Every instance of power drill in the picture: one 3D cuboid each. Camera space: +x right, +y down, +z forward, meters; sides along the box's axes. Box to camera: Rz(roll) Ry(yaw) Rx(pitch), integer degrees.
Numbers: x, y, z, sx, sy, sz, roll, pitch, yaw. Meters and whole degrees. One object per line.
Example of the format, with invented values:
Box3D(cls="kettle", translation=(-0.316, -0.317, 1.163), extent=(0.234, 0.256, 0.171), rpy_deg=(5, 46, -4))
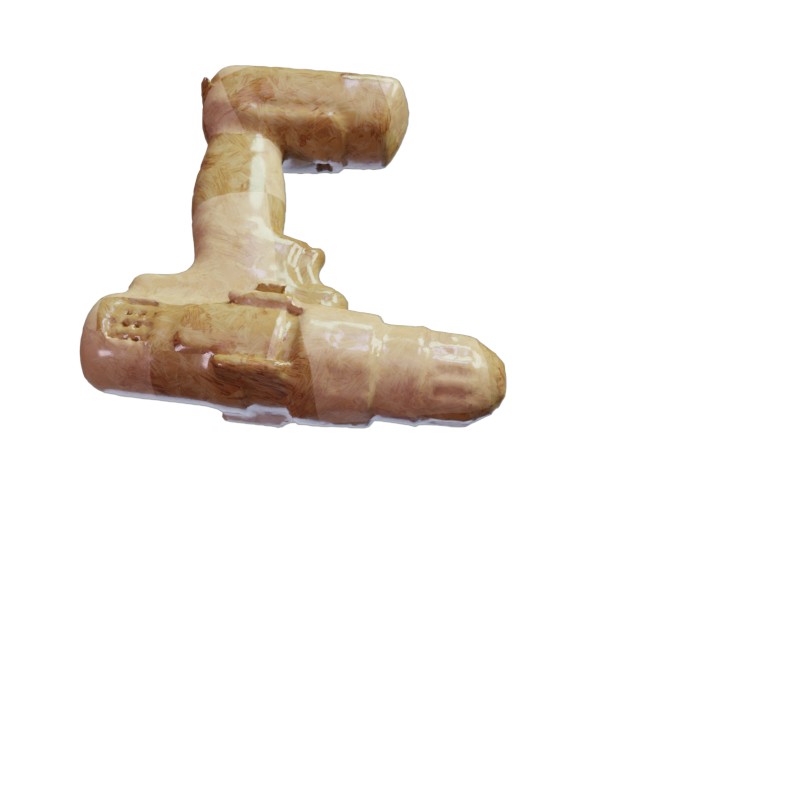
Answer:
Box3D(cls="power drill", translation=(-0.041, -0.074, 0.521), extent=(0.186, 0.200, 0.053), rpy_deg=(6, -37, 4))
